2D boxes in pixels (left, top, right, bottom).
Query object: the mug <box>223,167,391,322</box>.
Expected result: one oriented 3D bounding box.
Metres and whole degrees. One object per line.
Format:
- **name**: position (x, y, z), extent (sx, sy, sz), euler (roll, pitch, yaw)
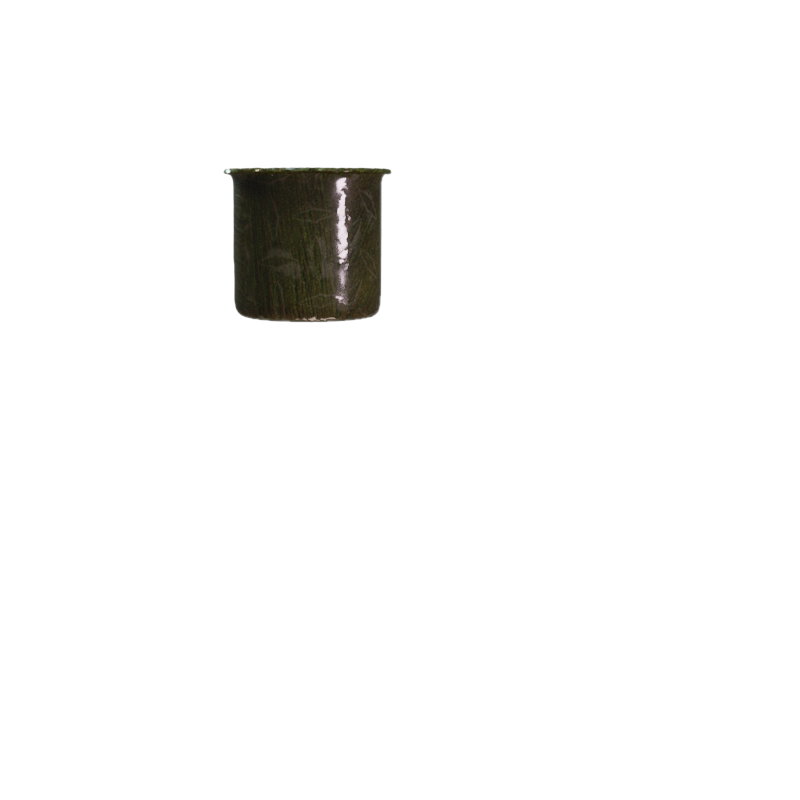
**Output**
- **mug**: position (-0.049, -0.090, 0.627), extent (0.095, 0.081, 0.117), euler (2, 8, 12)
